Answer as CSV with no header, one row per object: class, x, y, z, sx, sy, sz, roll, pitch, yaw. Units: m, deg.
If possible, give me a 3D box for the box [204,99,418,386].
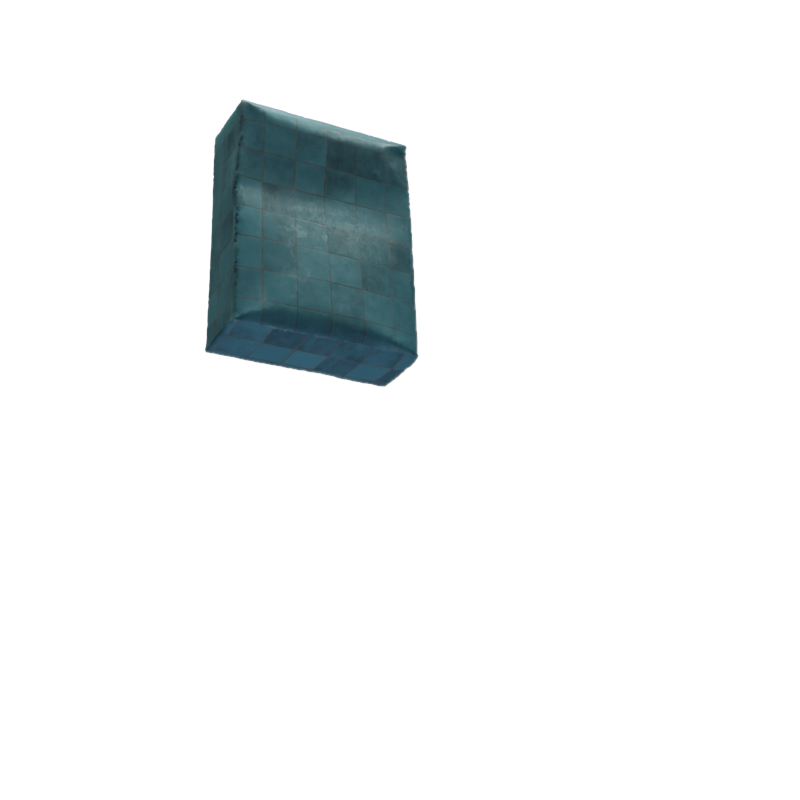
box,-0.073,-0.132,0.927,0.158,0.227,0.070,11,-32,-23
